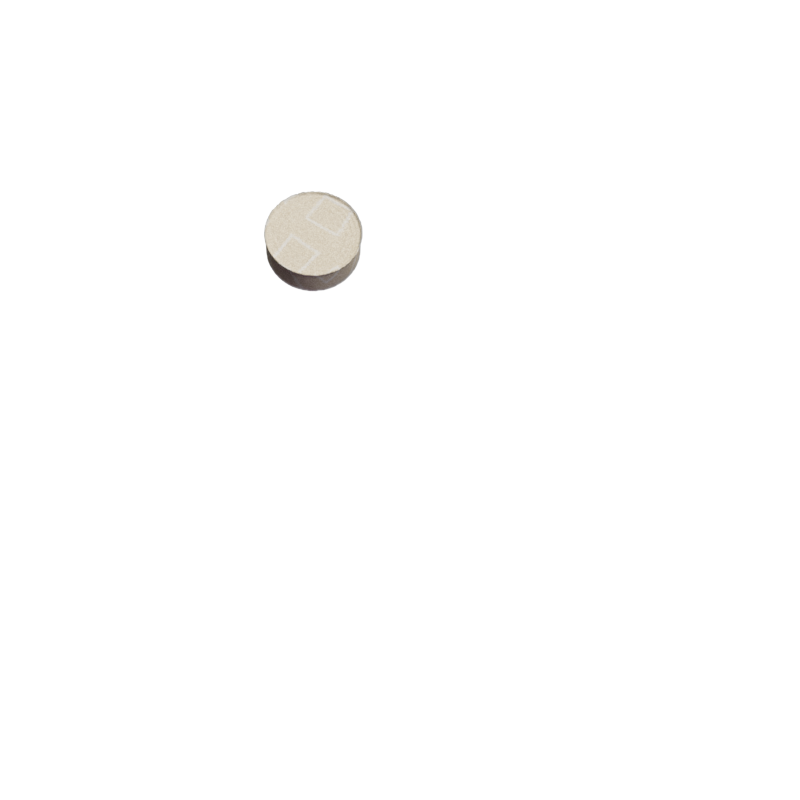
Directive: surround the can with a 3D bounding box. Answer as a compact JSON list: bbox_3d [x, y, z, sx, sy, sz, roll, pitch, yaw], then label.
[{"bbox_3d":[-0.077,-0.140,0.980,0.086,0.091,0.032,-1,-28,-1],"label":"can"}]
